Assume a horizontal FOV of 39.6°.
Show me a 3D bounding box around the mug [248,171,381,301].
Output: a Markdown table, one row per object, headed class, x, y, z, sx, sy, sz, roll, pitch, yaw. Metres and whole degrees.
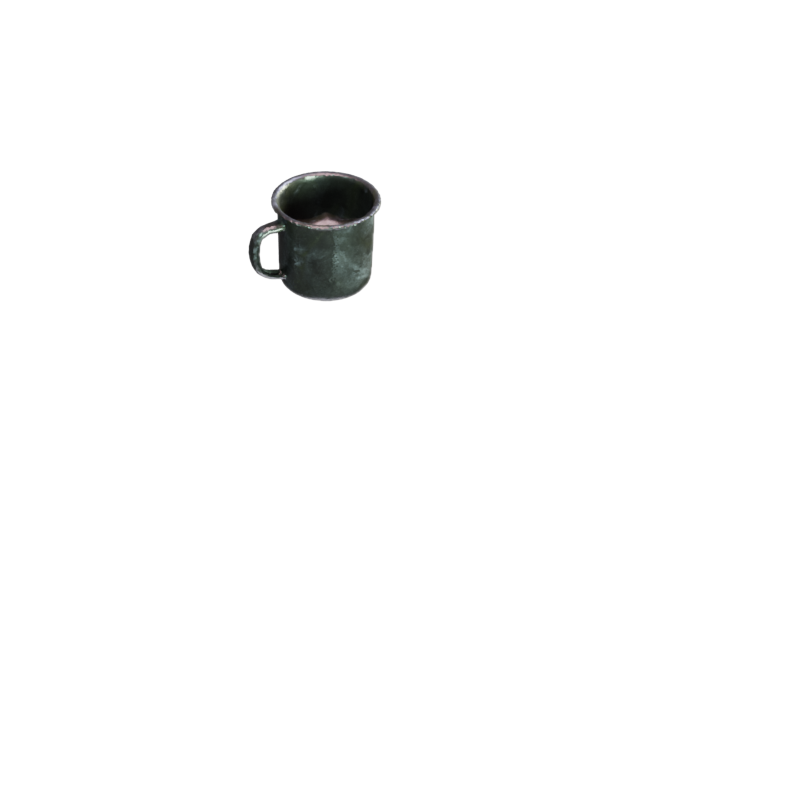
| class | x | y | z | sx | sy | sz | roll | pitch | yaw |
| --- | --- | --- | --- | --- | --- | --- | --- | --- | --- |
| mug | -0.074 | -0.136 | 0.950 | 0.116 | 0.076 | 0.101 | -19 | 42 | -24 |
